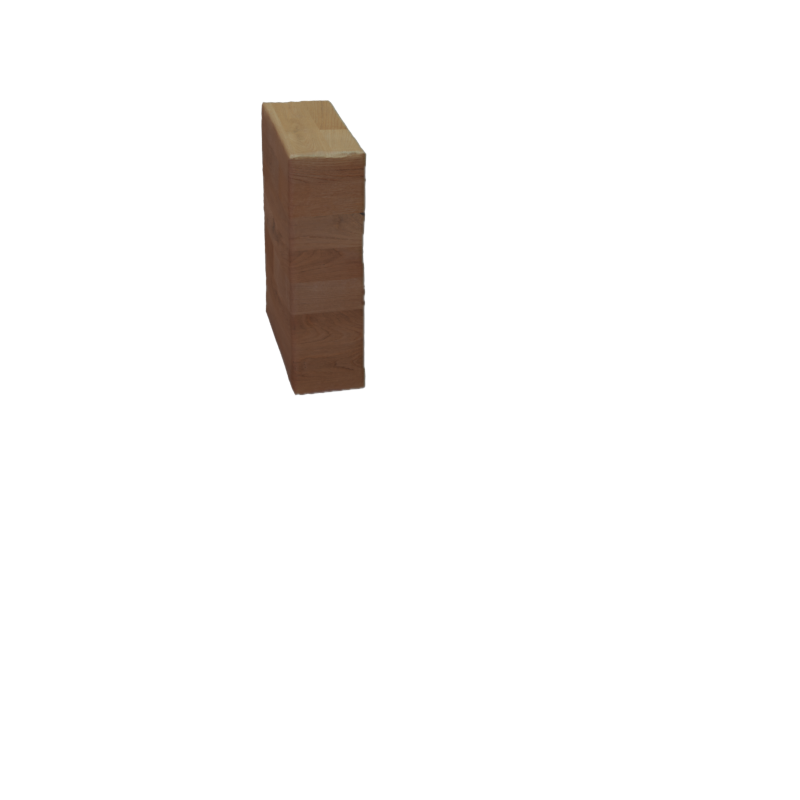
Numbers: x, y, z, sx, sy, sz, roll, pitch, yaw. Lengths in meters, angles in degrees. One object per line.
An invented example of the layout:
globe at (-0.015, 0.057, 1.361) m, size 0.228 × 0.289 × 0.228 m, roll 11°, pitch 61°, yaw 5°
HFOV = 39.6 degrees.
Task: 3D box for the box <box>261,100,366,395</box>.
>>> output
box at (-0.076, -0.138, 0.968) m, size 0.071 × 0.203 × 0.175 m, roll -4°, pitch 27°, yaw -13°
